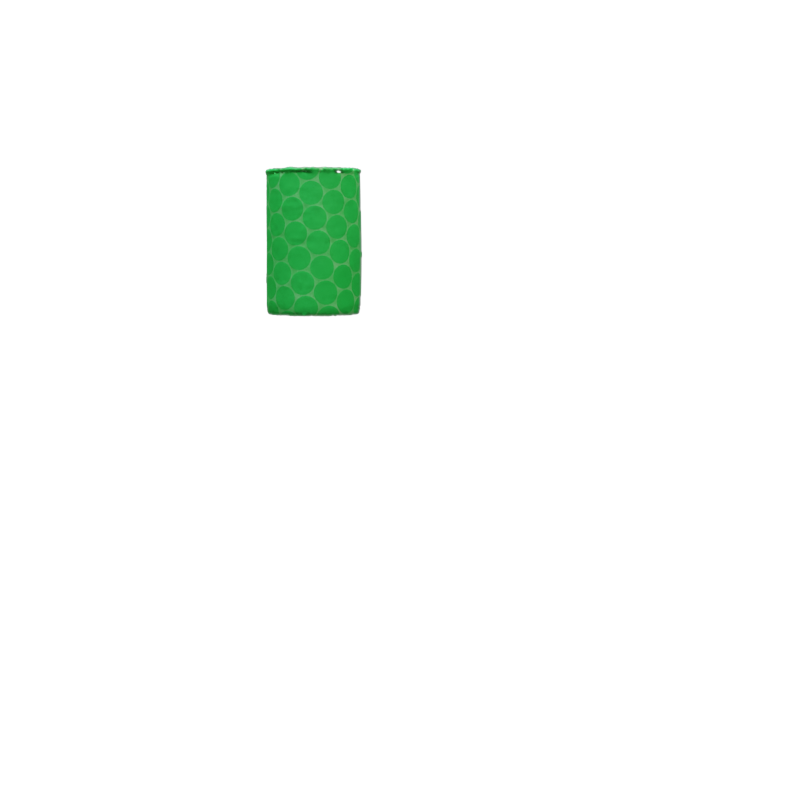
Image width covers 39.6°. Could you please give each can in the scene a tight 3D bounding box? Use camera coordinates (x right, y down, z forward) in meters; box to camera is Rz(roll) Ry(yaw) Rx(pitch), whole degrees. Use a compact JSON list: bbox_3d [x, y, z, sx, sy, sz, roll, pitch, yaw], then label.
[{"bbox_3d":[-0.061,-0.112,0.785,0.068,0.102,0.069,0,2,-2],"label":"can"}]
